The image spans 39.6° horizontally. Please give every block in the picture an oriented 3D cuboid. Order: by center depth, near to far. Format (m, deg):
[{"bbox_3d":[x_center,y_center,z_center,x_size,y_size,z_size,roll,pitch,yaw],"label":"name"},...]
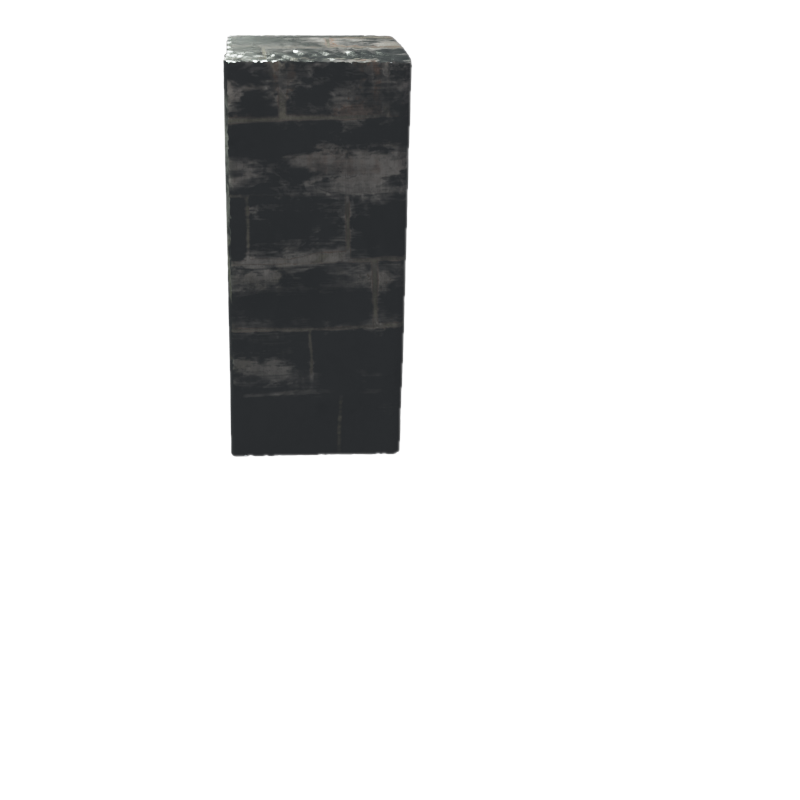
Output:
[{"bbox_3d":[-0.046,-0.084,0.588,0.090,0.197,0.095,-1,20,-5],"label":"block"}]
